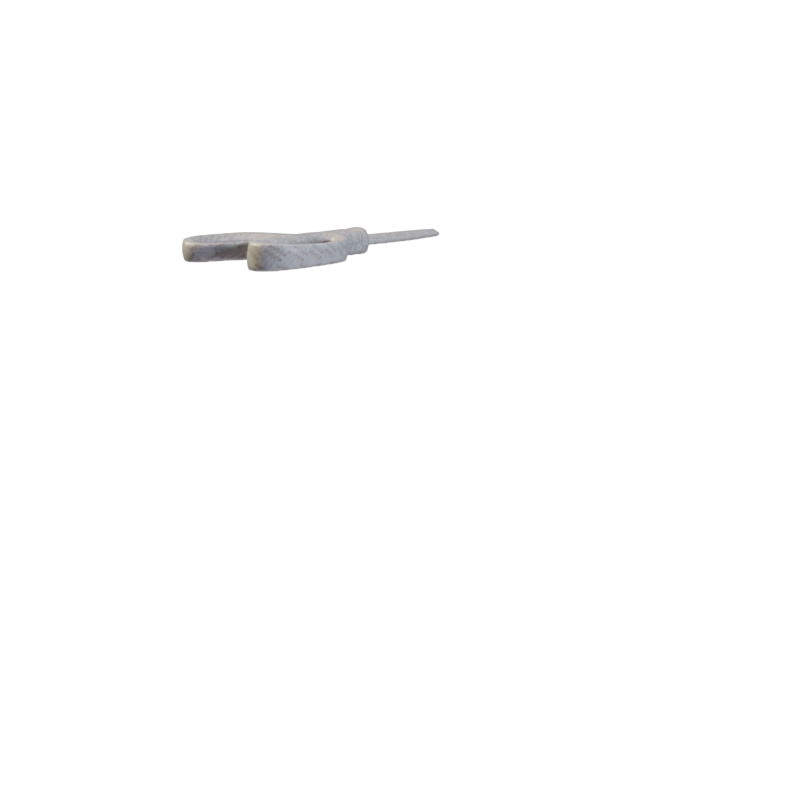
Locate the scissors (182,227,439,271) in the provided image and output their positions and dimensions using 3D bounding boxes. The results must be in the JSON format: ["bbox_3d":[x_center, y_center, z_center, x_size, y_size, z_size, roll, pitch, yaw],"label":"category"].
[{"bbox_3d":[-0.049,-0.089,0.623,0.099,0.015,0.200,4,13,16],"label":"scissors"}]
